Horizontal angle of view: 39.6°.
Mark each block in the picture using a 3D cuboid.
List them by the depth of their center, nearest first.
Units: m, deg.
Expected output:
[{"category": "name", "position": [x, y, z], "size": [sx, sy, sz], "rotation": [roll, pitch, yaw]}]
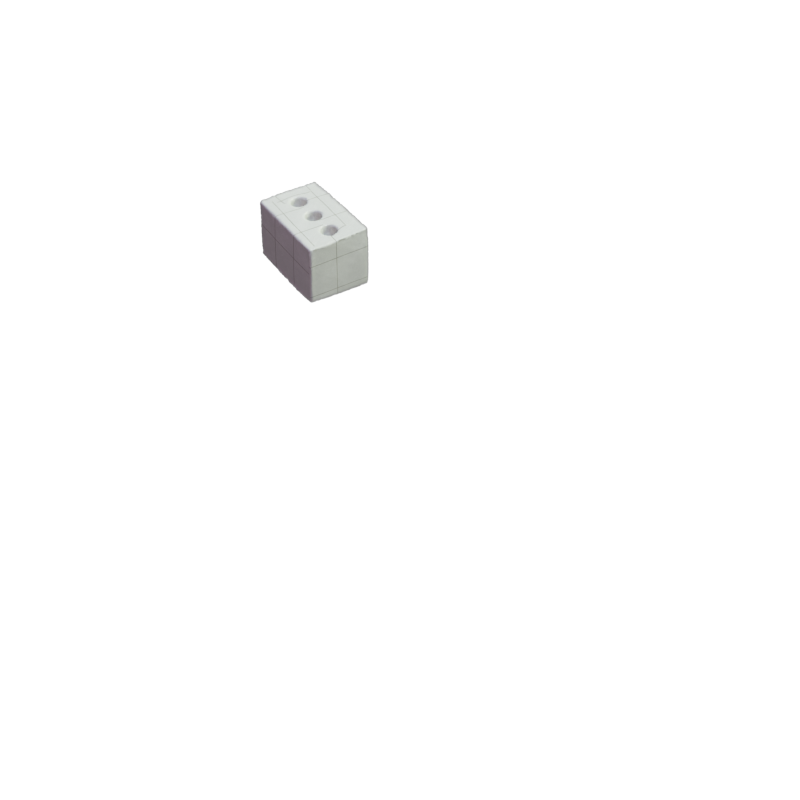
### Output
[{"category": "block", "position": [-0.067, -0.122, 0.852], "size": [0.052, 0.048, 0.084], "rotation": [-22, 46, -26]}]
